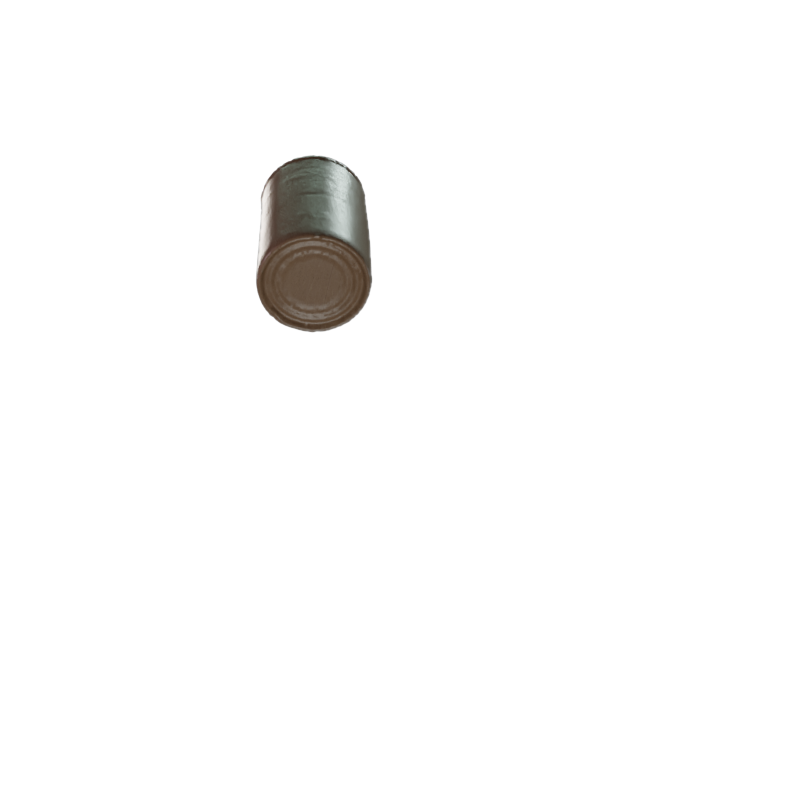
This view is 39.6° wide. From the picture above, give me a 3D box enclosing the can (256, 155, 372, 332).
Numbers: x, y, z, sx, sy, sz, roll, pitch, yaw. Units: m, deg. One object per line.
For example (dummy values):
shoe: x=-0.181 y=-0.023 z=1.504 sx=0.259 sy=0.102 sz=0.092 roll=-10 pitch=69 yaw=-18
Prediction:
can: x=-0.053 y=-0.096 z=0.673 sx=0.068 sy=0.064 sz=0.109 roll=-1 pitch=35 yaw=-3
